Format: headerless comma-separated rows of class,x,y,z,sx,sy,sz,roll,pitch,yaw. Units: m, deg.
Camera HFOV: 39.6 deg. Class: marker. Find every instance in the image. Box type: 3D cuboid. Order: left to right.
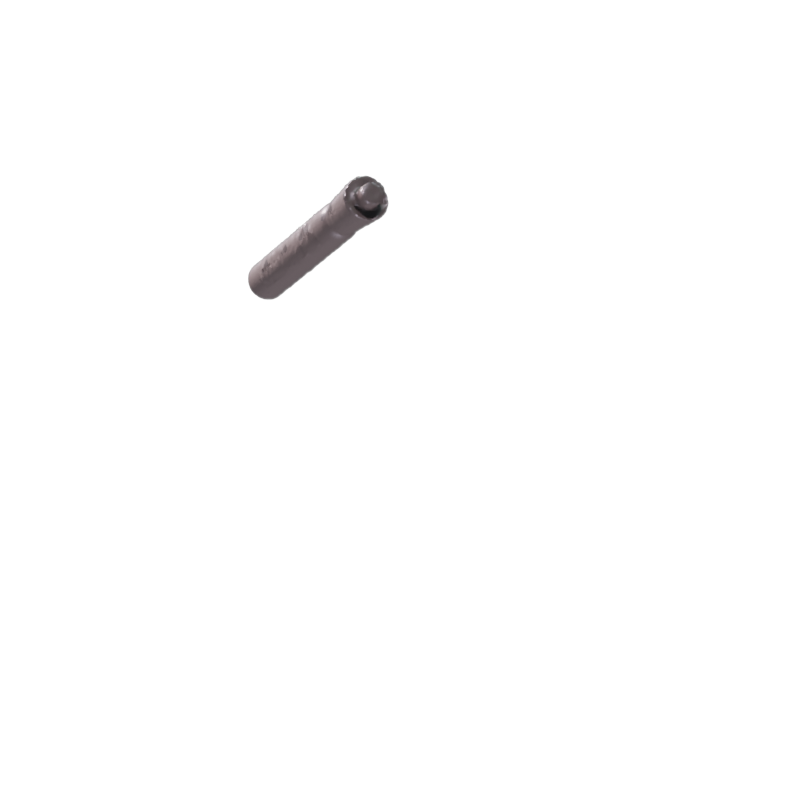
marker,-0.037,-0.068,0.477,0.019,0.020,0.120,-1,-10,-27
